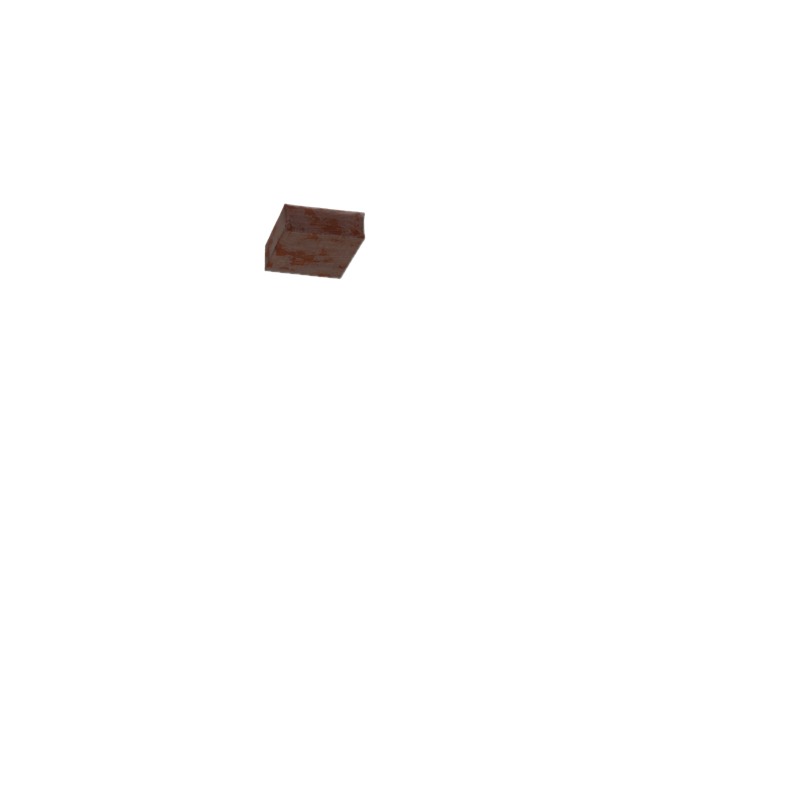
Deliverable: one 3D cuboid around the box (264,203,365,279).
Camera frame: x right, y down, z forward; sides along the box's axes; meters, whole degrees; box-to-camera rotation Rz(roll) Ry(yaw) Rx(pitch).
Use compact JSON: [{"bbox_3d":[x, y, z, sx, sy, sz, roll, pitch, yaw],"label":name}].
[{"bbox_3d":[-0.077,-0.141,0.984,0.072,0.032,0.086,5,-21,-14],"label":"box"}]
